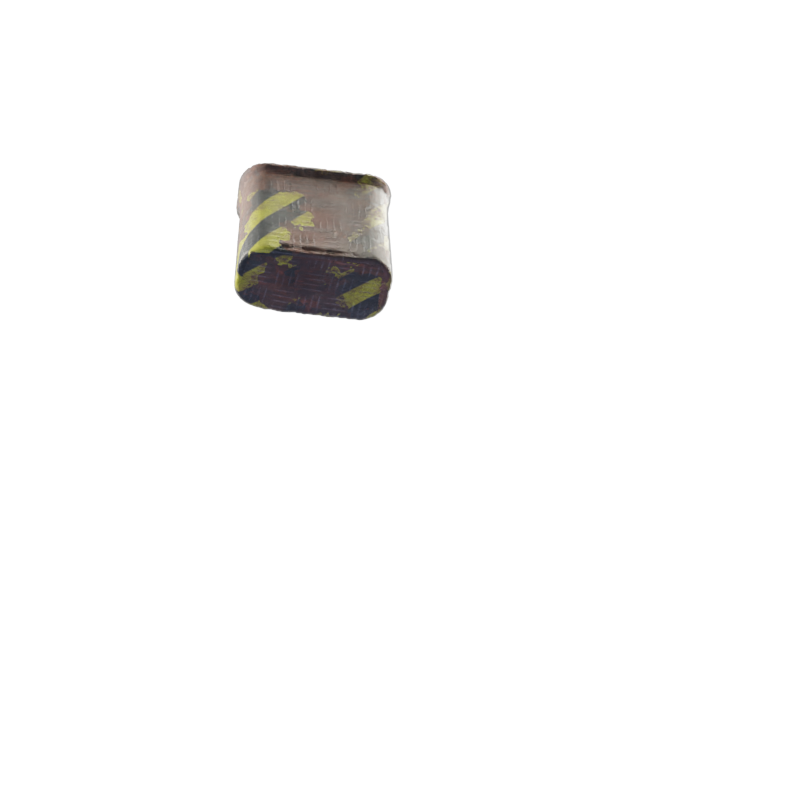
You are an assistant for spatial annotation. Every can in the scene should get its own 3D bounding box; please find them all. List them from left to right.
[{"bbox_3d":[-0.056,-0.102,0.712,0.101,0.054,0.090,5,44,-7],"label":"can"}]
